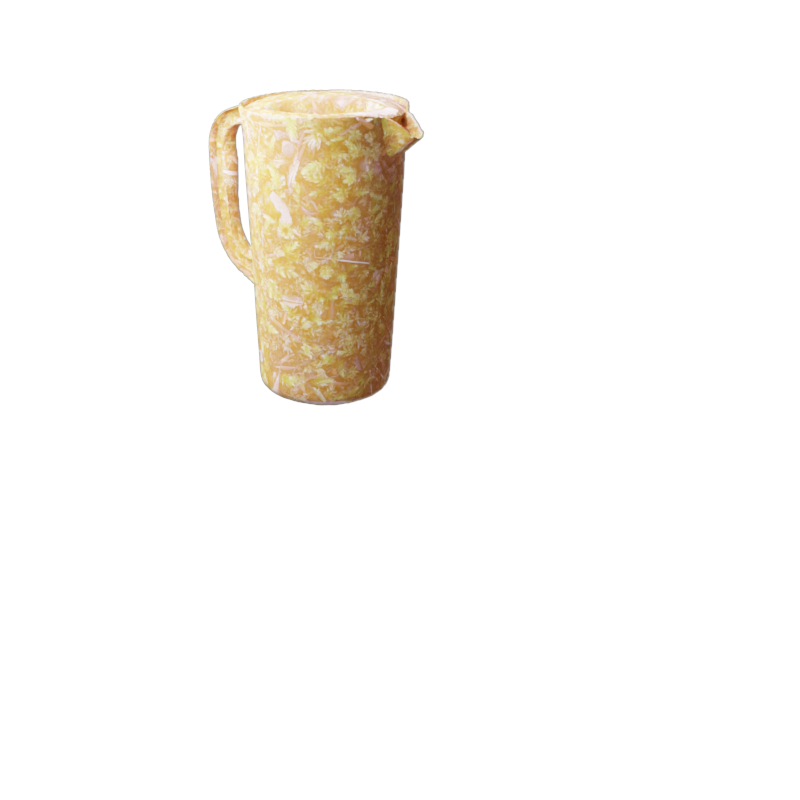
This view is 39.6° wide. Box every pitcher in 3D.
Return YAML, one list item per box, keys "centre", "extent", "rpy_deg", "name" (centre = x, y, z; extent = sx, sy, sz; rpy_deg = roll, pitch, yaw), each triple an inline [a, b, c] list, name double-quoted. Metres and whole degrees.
- centre: [-0.070, -0.128, 0.895]
  extent: [0.142, 0.233, 0.158]
  rpy_deg: [-5, 20, -17]
  name: "pitcher"
